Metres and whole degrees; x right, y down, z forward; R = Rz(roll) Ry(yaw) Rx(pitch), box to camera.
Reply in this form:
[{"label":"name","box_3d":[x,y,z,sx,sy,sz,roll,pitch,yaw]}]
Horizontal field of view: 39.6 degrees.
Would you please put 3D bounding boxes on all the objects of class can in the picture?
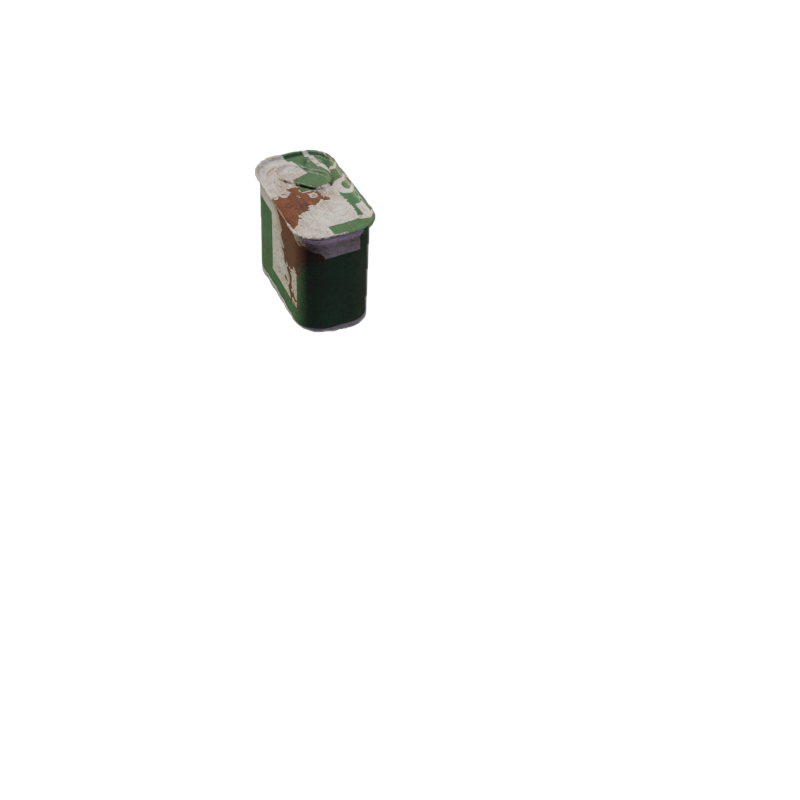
[{"label":"can","box_3d":[-0.059,-0.108,0.754,0.057,0.078,0.110,-15,44,-19]}]
